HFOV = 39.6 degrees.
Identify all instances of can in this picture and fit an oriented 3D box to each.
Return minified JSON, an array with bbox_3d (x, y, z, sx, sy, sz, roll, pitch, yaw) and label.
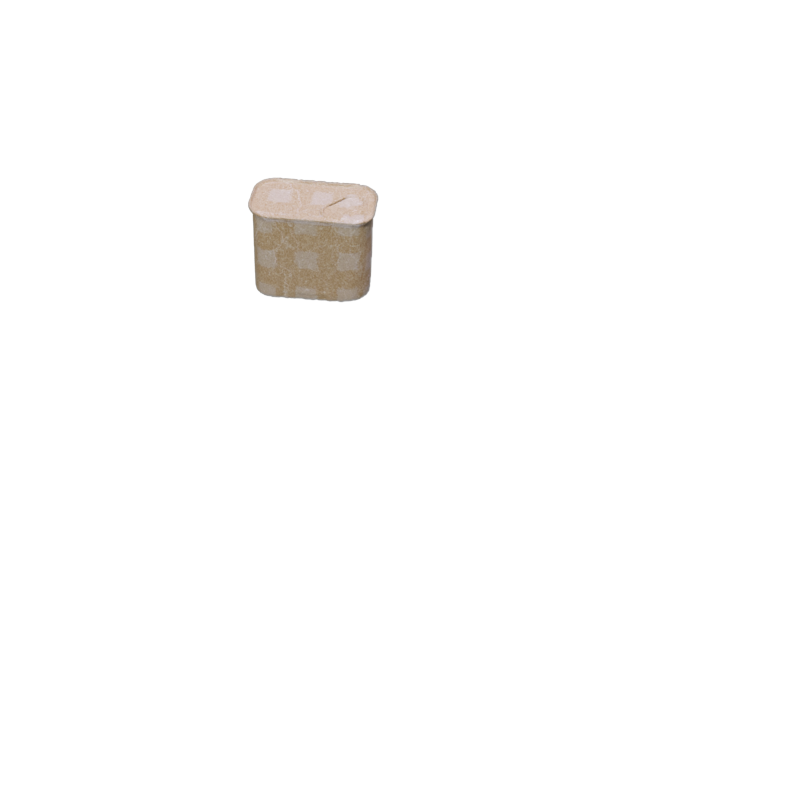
[{"bbox_3d":[-0.071,-0.130,0.908,0.103,0.078,0.061,5,39,5],"label":"can"}]
